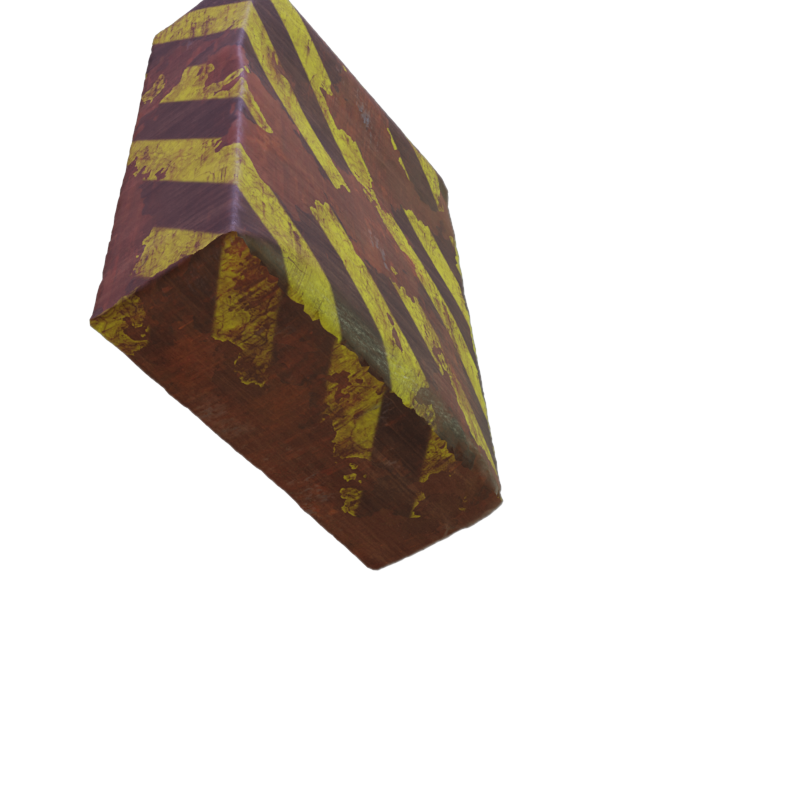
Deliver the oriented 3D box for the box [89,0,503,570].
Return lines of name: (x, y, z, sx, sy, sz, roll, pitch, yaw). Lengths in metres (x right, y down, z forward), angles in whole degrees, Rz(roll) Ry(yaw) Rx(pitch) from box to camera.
box: (-0.036, -0.066, 0.466, 0.072, 0.229, 0.153, -31, -54, 21)
